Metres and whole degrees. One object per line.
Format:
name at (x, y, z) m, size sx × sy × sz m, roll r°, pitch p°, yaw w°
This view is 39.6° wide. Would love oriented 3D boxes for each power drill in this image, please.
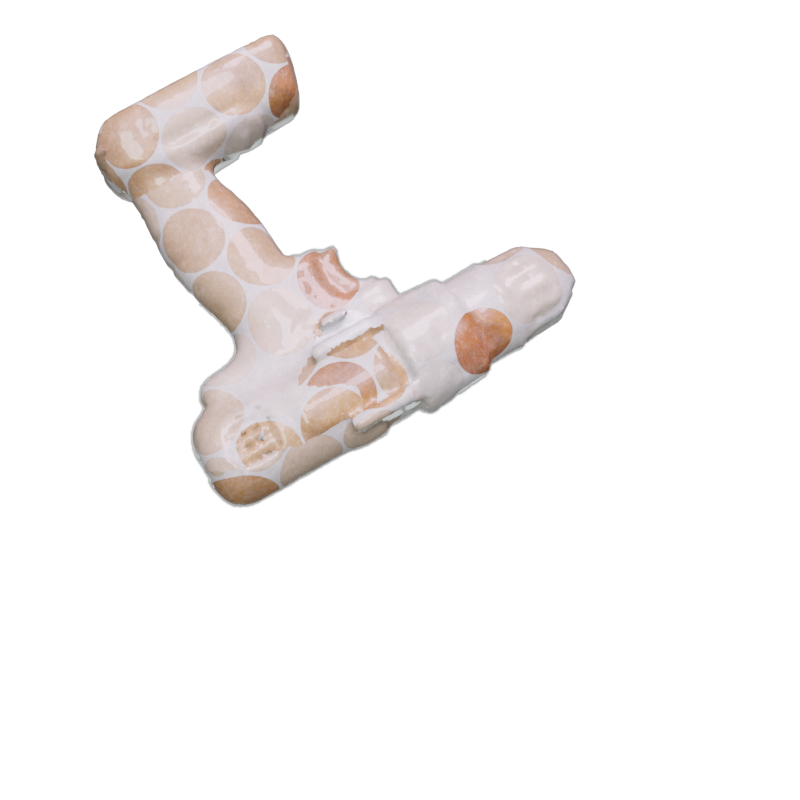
power drill at (-0.040, -0.072, 0.506) m, size 0.184 × 0.196 × 0.055 m, roll -29°, pitch -17°, yaw -10°
